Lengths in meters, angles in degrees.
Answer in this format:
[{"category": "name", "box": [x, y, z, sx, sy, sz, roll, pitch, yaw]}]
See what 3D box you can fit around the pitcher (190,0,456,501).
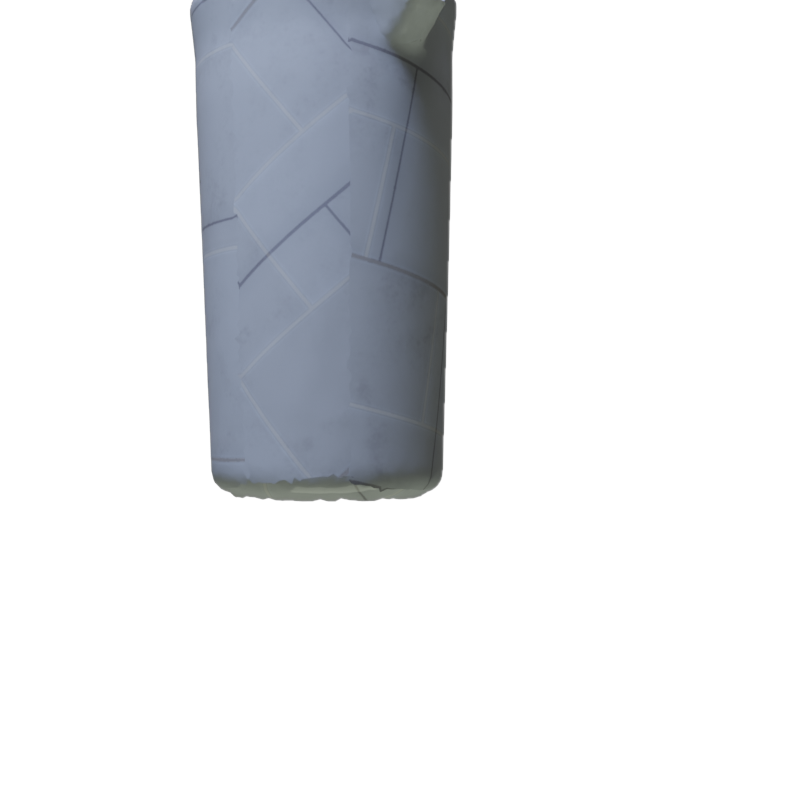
[{"category": "pitcher", "box": [-0.043, -0.078, 0.545, 0.146, 0.248, 0.145, -1, -8, 6]}]
